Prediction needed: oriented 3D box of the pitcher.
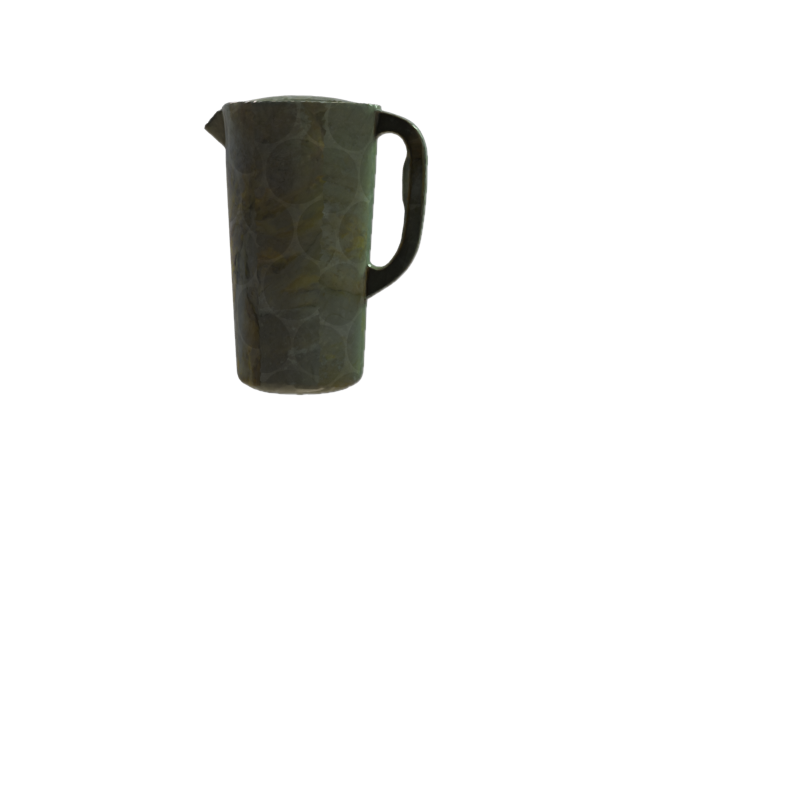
[{"bbox_3d":[-0.073,-0.133,0.929,0.140,0.240,0.156,-5,9,-37],"label":"pitcher"}]
